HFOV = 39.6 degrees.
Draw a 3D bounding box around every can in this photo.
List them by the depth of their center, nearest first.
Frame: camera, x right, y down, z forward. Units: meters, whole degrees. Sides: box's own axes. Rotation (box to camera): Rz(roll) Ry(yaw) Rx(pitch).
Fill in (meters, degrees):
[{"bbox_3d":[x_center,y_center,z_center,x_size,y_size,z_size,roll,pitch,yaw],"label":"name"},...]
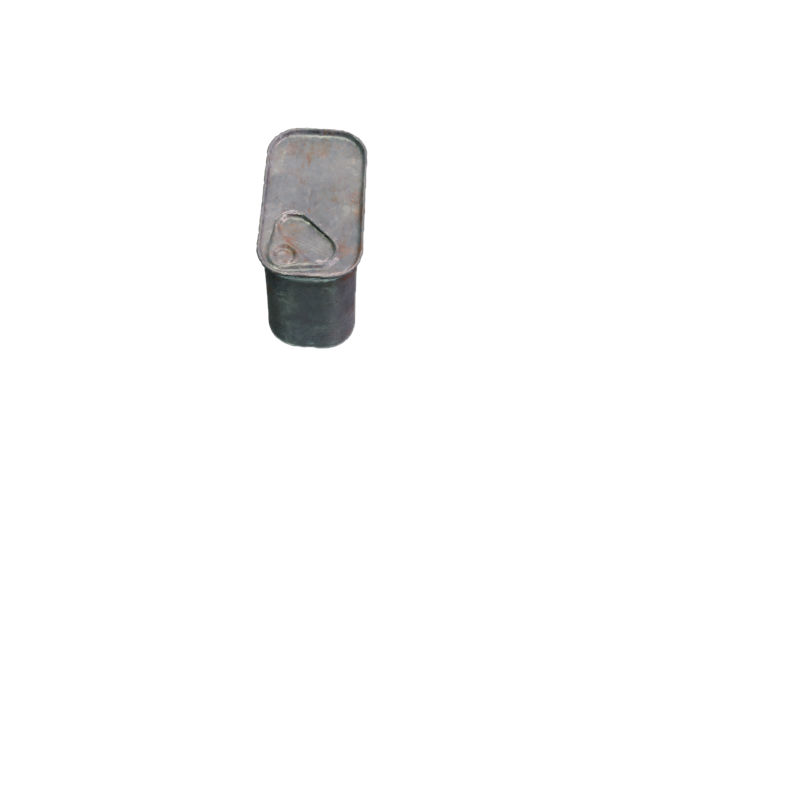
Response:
[{"bbox_3d":[-0.050,-0.092,0.643,0.057,0.109,0.079,3,-31,-1],"label":"can"}]
